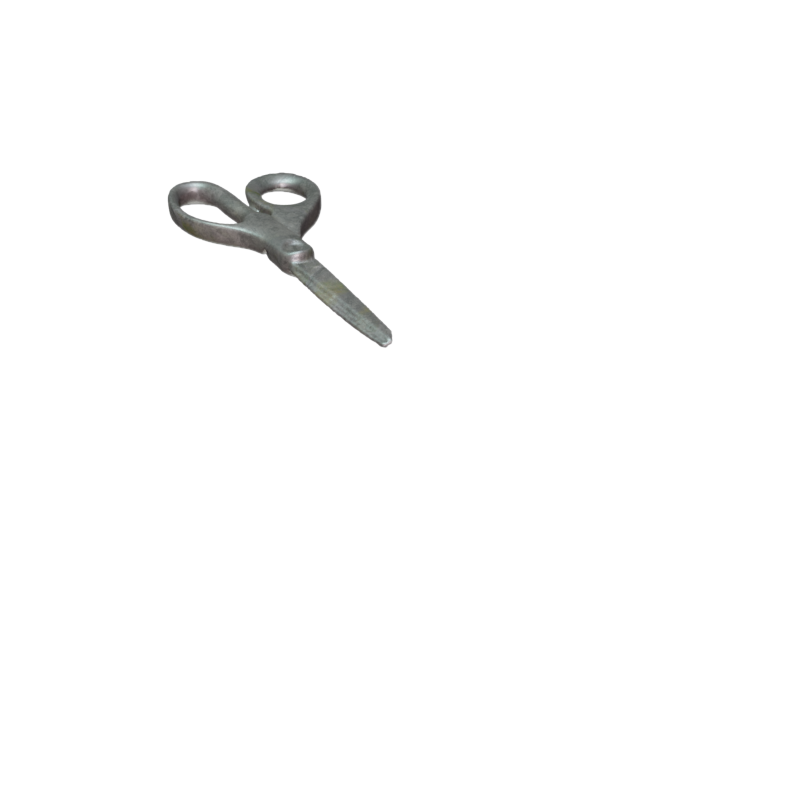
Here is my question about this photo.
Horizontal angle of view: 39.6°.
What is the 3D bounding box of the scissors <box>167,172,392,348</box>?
[{"bbox_3d":[-0.047,-0.085,0.596,0.096,0.015,0.215,-27,41,-35],"label":"scissors"}]
